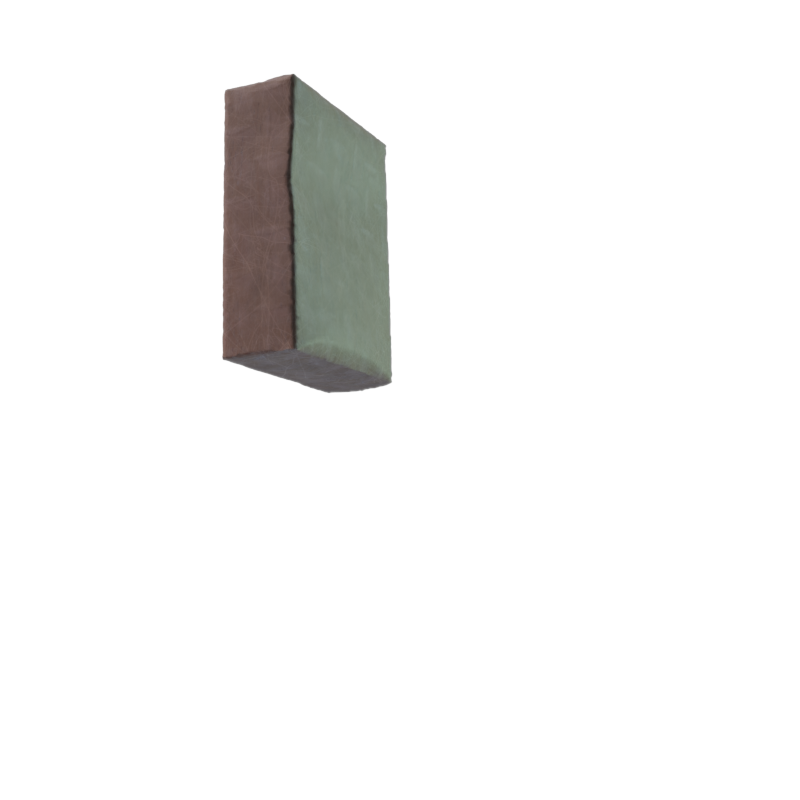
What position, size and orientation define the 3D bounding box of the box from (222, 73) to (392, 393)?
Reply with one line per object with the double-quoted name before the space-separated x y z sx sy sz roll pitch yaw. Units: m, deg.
"box" -0.068 -0.124 0.870 0.073 0.222 0.154 -9 -17 25
